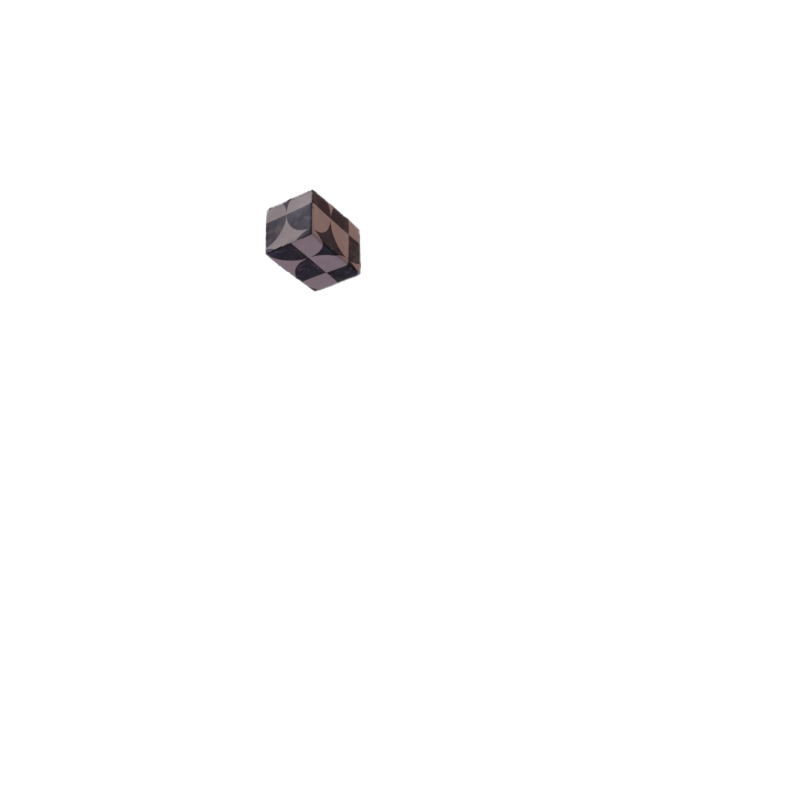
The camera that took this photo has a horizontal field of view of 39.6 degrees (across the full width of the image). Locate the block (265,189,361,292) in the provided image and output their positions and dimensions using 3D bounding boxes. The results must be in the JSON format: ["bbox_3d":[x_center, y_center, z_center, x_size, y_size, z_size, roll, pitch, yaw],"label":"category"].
[{"bbox_3d":[-0.078,-0.142,0.993,0.053,0.055,0.072,-20,-36,28],"label":"block"}]
